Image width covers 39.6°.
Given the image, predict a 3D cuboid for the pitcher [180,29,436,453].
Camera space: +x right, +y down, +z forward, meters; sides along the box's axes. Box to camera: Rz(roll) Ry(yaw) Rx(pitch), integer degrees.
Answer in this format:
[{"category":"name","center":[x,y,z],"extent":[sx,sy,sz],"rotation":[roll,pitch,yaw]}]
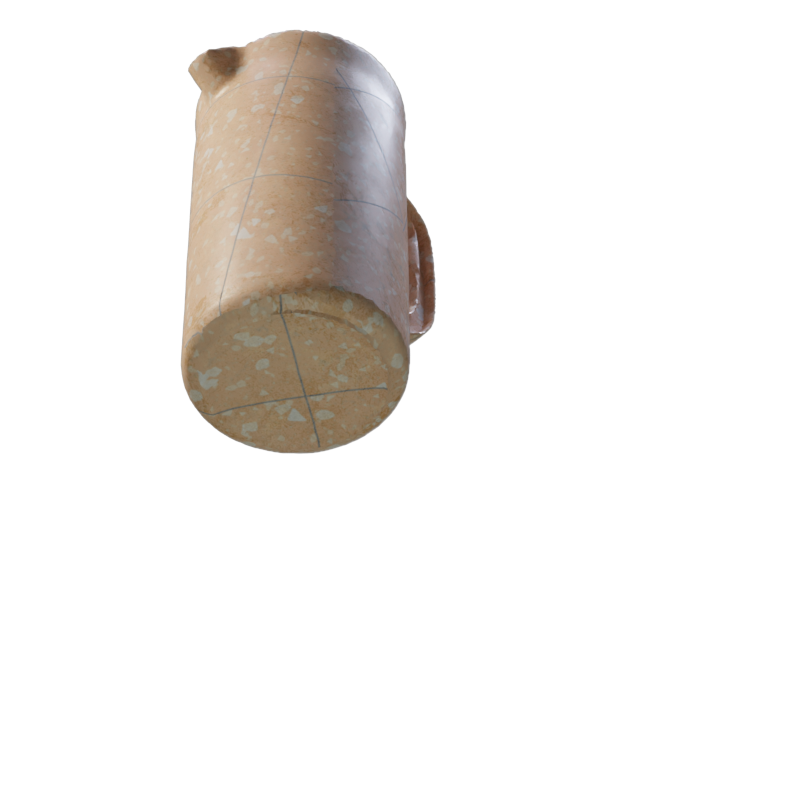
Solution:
[{"category":"pitcher","center":[-0.048,-0.088,0.613],"extent":[0.149,0.135,0.261],"rotation":[-1,41,-2]}]
